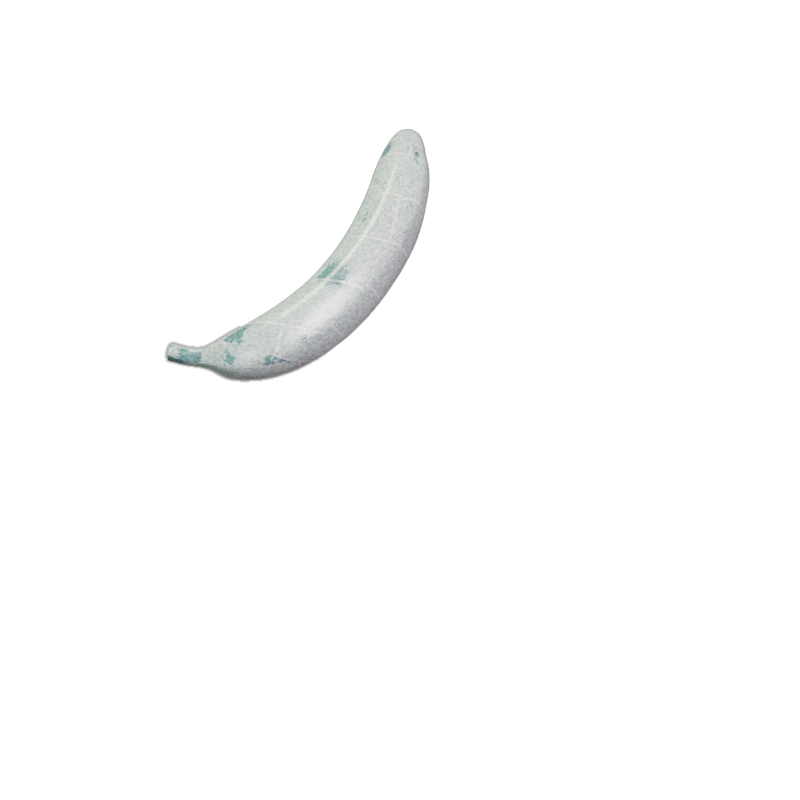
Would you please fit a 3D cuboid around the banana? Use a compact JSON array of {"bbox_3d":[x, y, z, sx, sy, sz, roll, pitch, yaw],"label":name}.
[{"bbox_3d":[-0.038,-0.074,0.616,0.072,0.200,0.035,40,-18,15],"label":"banana"}]
